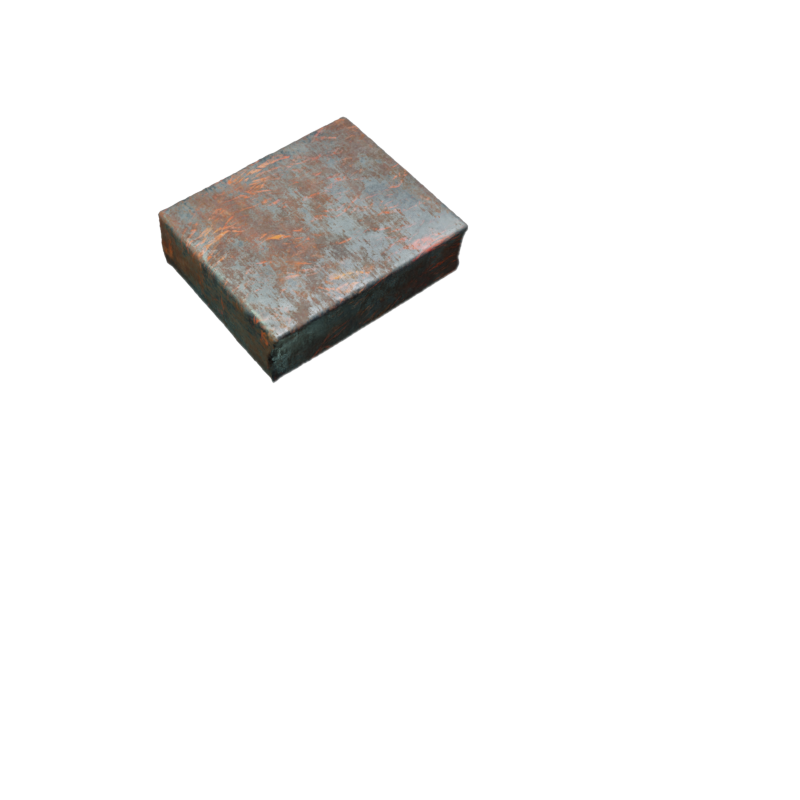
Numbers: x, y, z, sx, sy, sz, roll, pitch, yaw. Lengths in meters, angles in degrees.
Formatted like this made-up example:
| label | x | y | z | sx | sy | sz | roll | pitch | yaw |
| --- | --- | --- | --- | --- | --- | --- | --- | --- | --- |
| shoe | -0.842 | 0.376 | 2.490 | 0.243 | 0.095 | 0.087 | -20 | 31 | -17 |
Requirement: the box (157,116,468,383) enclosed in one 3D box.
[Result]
| label | x | y | z | sx | sy | sz | roll | pitch | yaw |
| --- | --- | --- | --- | --- | --- | --- | --- | --- | --- |
| box | -0.040 | -0.073 | 0.512 | 0.114 | 0.096 | 0.036 | -34 | -29 | -23 |
